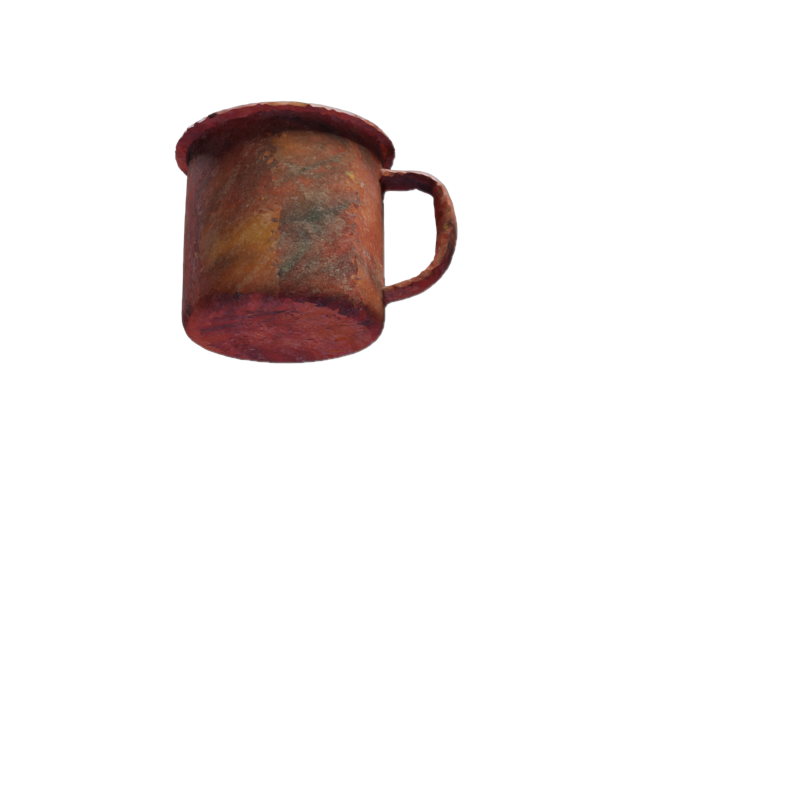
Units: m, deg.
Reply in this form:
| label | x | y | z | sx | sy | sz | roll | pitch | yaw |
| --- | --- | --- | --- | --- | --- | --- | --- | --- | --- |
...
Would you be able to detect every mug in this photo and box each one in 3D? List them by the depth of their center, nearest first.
| label | x | y | z | sx | sy | sz | roll | pitch | yaw |
| --- | --- | --- | --- | --- | --- | --- | --- | --- | --- |
| mug | -0.035 | -0.065 | 0.452 | 0.118 | 0.085 | 0.088 | -2 | -19 | 5 |
